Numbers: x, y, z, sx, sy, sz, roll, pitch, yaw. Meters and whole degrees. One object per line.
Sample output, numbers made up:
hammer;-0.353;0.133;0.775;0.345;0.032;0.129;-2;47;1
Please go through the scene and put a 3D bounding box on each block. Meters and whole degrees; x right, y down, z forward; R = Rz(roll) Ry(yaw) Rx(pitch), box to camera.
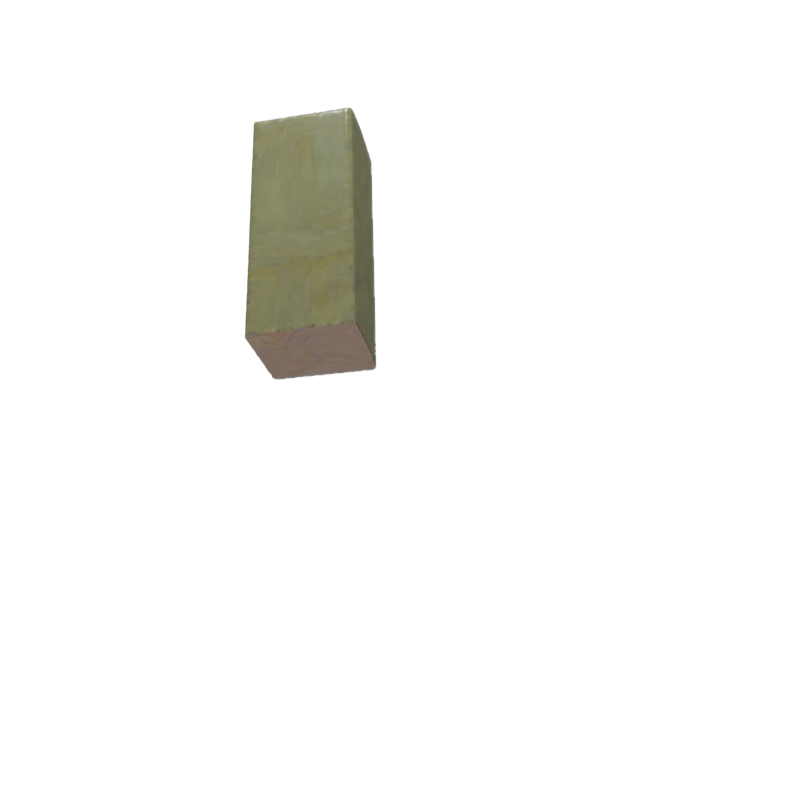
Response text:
block;-0.073;-0.133;0.934;0.092;0.219;0.084;-7;-29;10
